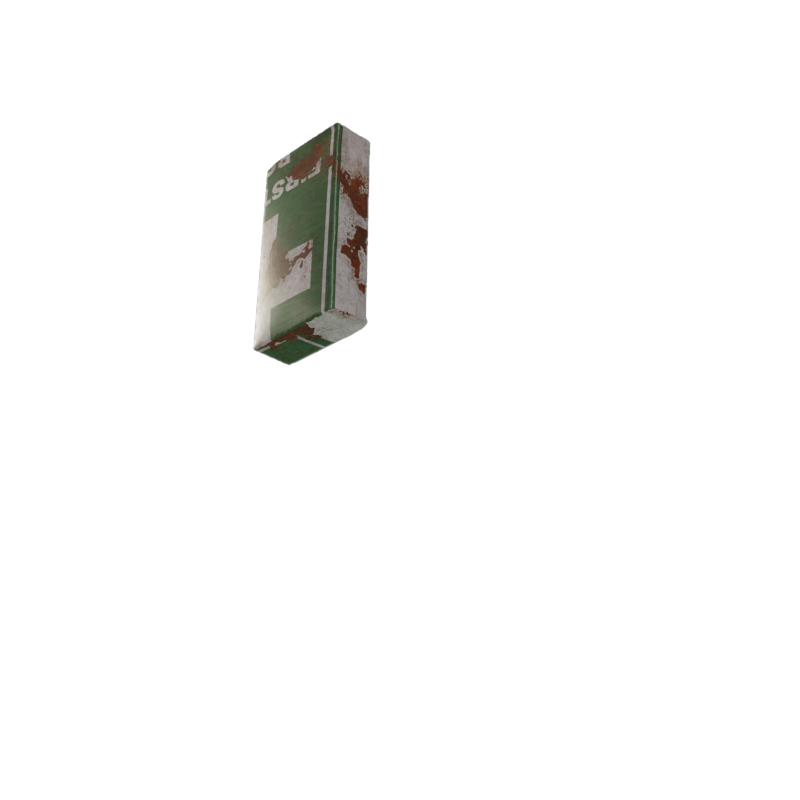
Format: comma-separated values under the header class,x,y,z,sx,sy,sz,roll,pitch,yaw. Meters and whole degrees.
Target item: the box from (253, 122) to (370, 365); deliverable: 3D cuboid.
class,x,y,z,sx,sy,sz,roll,pitch,yaw
box,-0.070,-0.126,0.885,0.045,0.188,0.093,25,-39,-39
